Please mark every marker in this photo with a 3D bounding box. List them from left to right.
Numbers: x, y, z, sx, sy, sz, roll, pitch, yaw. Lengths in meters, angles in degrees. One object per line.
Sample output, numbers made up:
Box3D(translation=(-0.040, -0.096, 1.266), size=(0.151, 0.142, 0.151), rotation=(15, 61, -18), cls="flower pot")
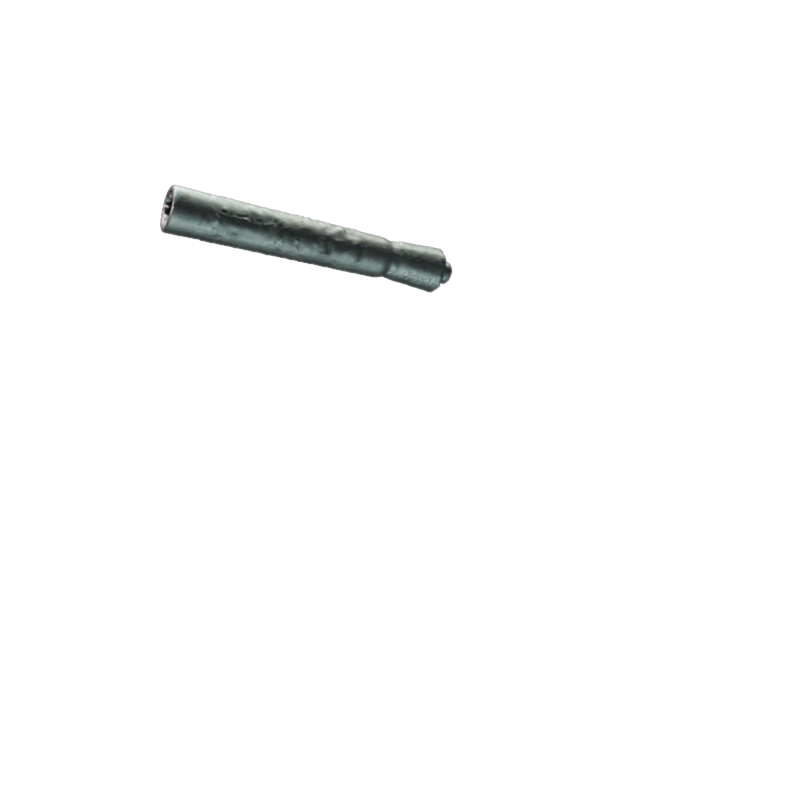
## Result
Box3D(translation=(-0.034, -0.063, 0.440), size=(0.117, 0.020, 0.020), rotation=(11, 0, -20), cls="marker")
